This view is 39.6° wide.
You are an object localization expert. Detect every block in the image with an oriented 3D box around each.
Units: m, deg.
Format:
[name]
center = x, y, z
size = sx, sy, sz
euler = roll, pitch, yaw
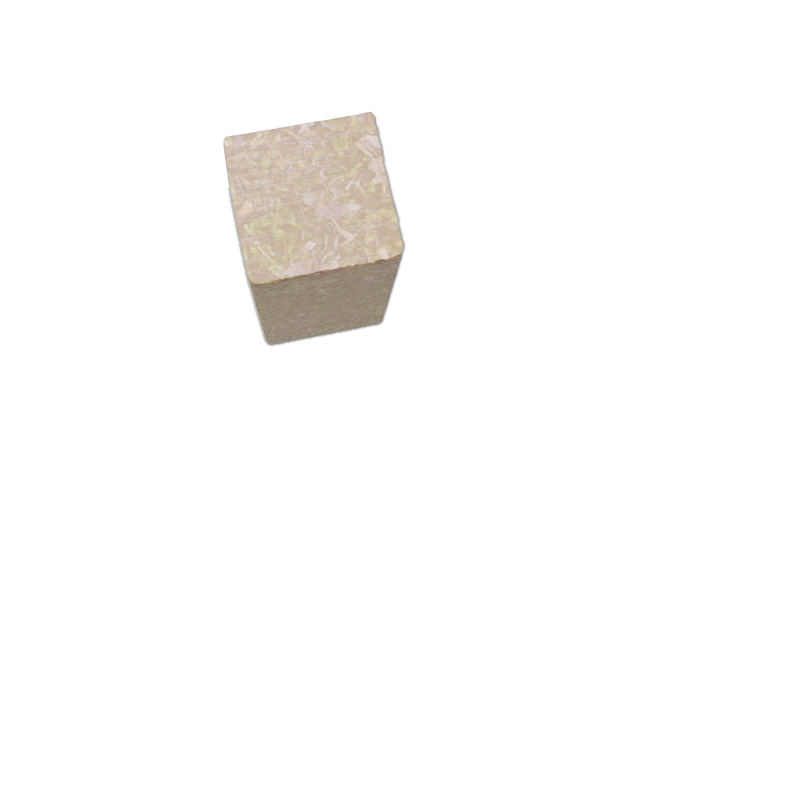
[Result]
[block]
center = -0.056, -0.102, 0.719
size = 0.090, 0.093, 0.201
euler = -11, -8, -5
